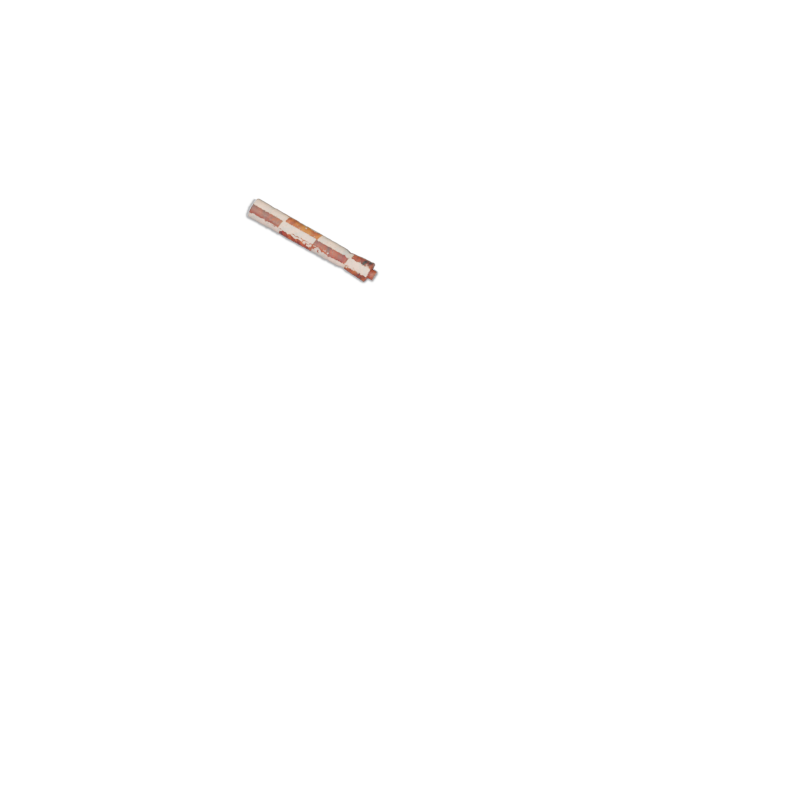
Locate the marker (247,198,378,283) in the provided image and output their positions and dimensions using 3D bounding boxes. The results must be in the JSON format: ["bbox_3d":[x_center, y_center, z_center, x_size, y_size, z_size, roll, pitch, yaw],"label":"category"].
[{"bbox_3d":[-0.073,-0.134,0.936,0.124,0.019,0.019,30,9,10],"label":"marker"}]
